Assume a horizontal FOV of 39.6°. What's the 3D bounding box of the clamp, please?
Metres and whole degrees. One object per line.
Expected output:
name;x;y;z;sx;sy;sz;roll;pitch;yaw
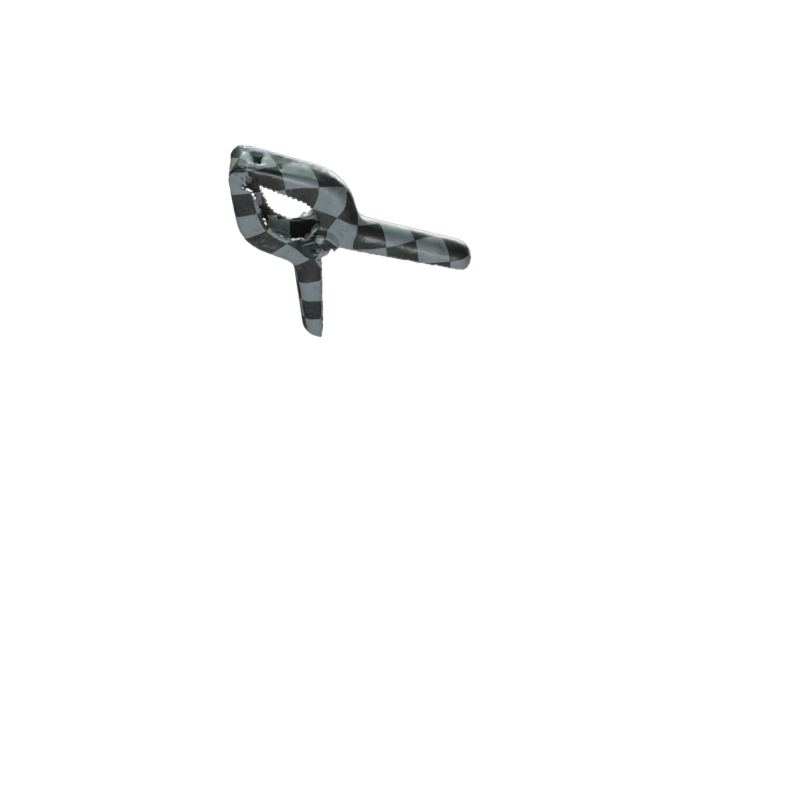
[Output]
clamp;-0.069;-0.126;0.885;0.164;0.039;0.197;-31;-48;33
